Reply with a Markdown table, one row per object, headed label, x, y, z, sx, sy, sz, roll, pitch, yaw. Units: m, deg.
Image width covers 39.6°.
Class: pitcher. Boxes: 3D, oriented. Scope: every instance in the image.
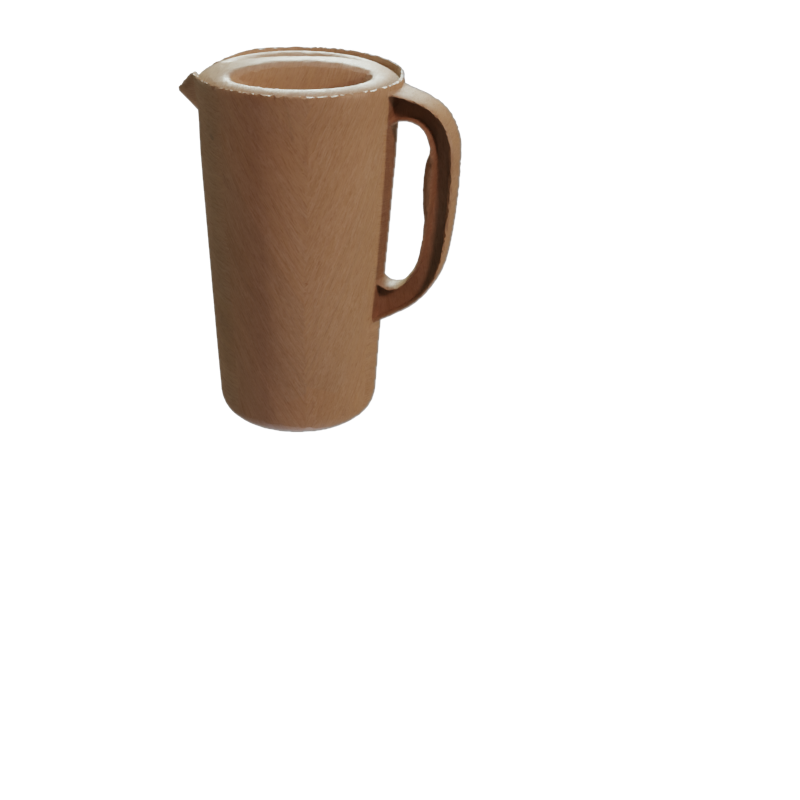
| label | x | y | z | sx | sy | sz | roll | pitch | yaw |
| --- | --- | --- | --- | --- | --- | --- | --- | --- | --- |
| pitcher | -0.057 | -0.104 | 0.731 | 0.142 | 0.231 | 0.160 | -10 | 28 | -24 |
